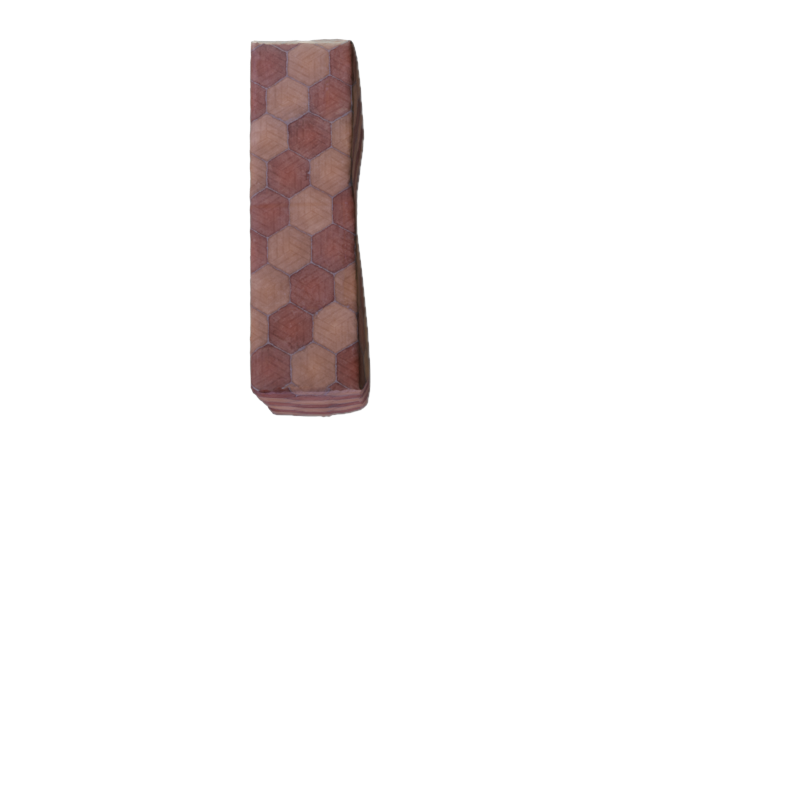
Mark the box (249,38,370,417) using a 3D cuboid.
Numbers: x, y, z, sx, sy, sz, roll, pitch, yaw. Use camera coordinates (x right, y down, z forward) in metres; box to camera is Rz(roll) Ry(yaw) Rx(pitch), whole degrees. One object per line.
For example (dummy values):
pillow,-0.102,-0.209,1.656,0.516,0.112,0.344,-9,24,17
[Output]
box,-0.056,-0.102,0.717,0.072,0.220,0.159,-1,-10,-1
